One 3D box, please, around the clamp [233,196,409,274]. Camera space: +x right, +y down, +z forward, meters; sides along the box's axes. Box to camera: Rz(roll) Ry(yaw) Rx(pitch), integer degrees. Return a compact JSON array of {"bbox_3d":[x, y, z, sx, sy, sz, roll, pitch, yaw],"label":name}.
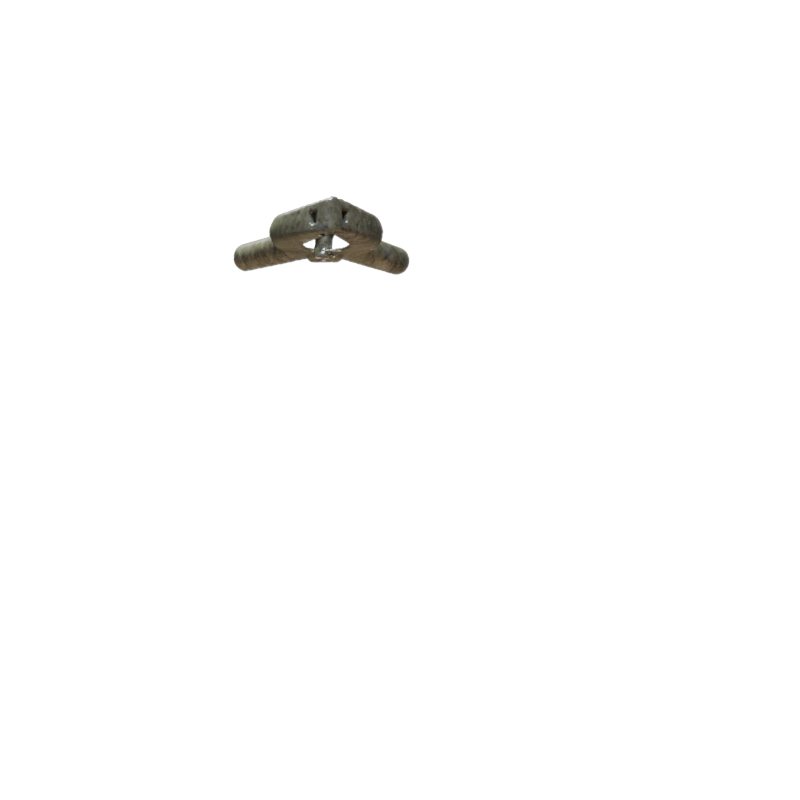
[{"bbox_3d":[-0.076,-0.138,0.966,0.165,0.037,0.205,0,-4,3],"label":"clamp"}]
